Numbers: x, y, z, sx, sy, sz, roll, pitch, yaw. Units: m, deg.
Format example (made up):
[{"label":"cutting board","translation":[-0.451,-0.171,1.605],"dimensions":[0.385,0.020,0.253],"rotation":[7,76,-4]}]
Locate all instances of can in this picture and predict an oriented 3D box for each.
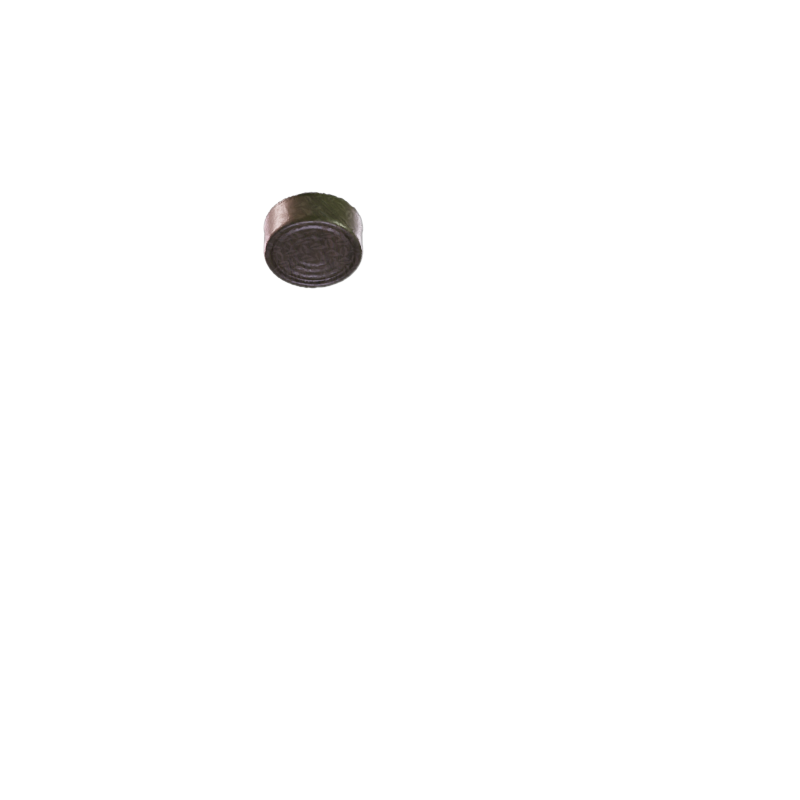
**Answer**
[{"label":"can","translation":[-0.074,-0.135,0.944],"dimensions":[0.086,0.036,0.080],"rotation":[1,-40,-1]}]
